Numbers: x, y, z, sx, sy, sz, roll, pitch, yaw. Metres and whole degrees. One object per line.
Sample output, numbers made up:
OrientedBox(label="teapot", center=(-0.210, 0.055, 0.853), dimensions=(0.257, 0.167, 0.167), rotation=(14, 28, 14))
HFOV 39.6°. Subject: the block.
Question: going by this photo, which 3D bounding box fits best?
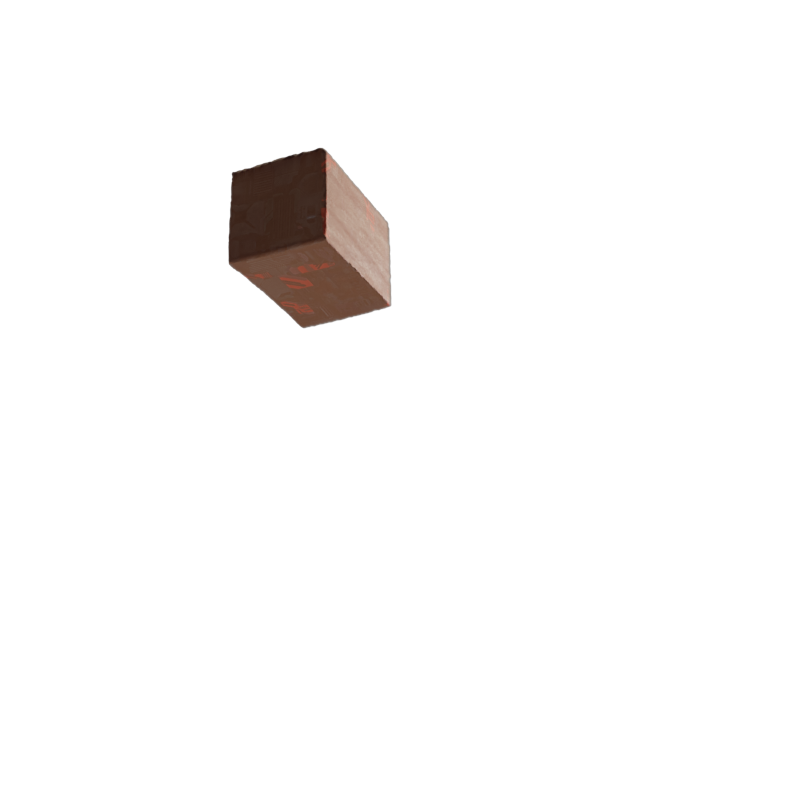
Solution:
OrientedBox(label="block", center=(-0.043, -0.078, 0.545), dimensions=(0.053, 0.054, 0.072), rotation=(-12, -28, 21))
